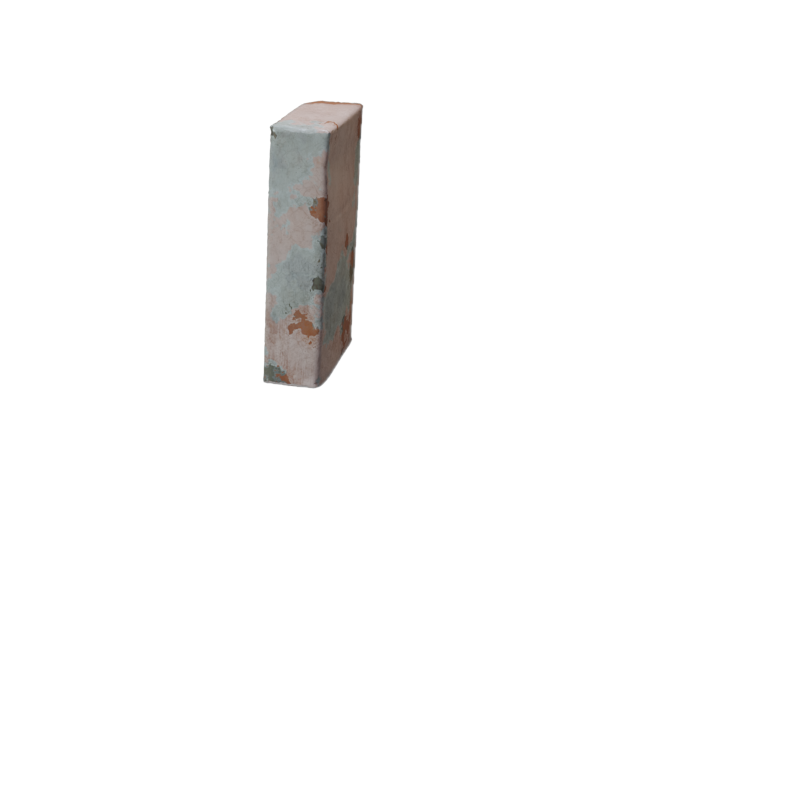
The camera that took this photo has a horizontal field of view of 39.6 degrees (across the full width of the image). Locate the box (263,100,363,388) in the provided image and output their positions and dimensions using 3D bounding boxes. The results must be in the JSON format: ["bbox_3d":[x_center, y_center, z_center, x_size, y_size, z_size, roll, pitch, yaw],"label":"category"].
[{"bbox_3d":[-0.058,-0.106,0.743,0.049,0.169,0.096,5,20,11],"label":"box"}]
